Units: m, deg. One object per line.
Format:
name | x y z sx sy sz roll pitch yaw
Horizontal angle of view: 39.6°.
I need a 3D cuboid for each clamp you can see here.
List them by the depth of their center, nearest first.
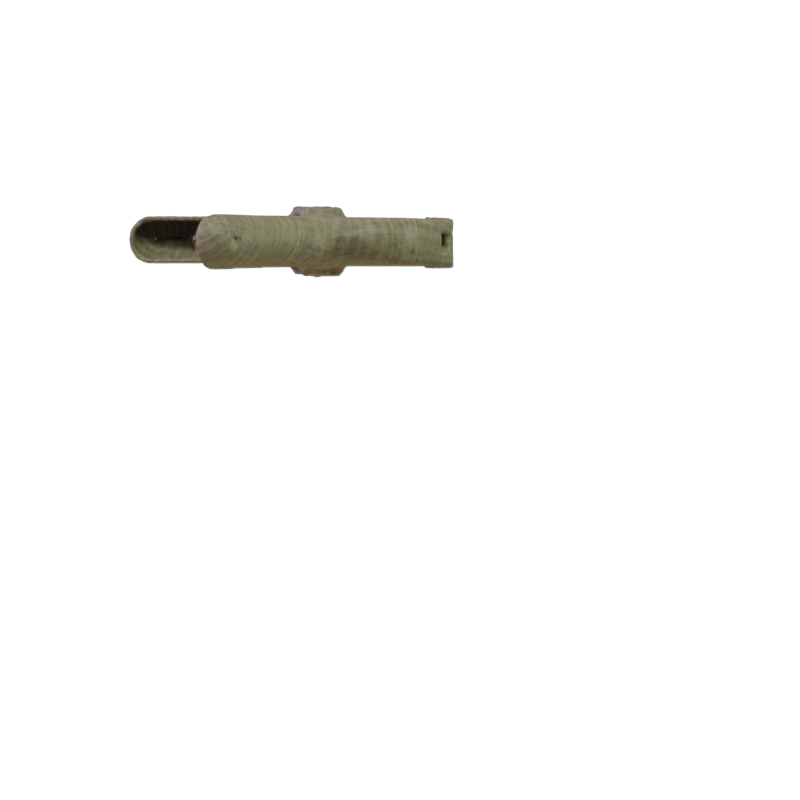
clamp | -0.044 -0.080 0.557 0.168 0.038 0.126 -5 15 -17
